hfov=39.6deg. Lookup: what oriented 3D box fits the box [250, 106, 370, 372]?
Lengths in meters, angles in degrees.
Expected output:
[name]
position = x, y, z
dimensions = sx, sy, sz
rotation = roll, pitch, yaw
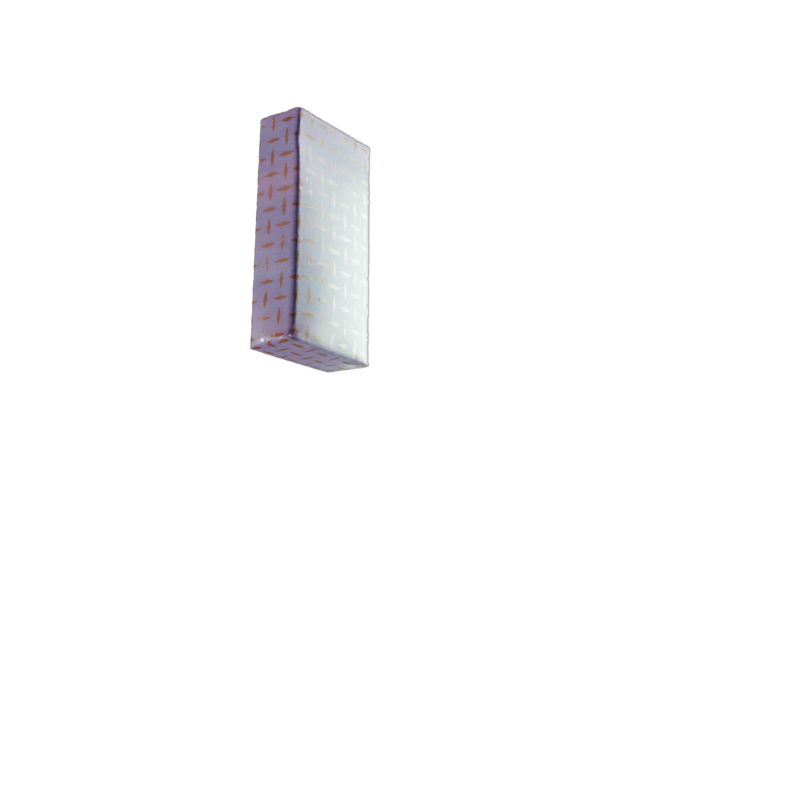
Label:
[box]
position = -0.064, -0.116, 0.815
dimensions = 0.049, 0.185, 0.087
rotation = -15, -23, 33
